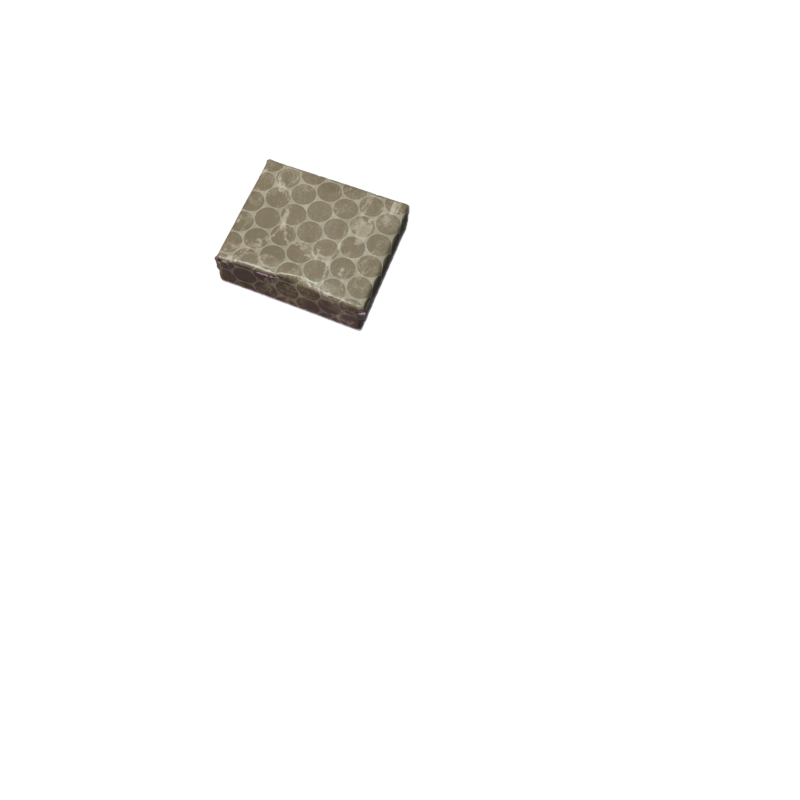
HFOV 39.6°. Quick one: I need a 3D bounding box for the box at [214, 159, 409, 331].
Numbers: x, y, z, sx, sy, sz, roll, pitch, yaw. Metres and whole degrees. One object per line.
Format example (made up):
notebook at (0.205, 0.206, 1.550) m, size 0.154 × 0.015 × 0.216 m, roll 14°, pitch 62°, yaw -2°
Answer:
box at (-0.049, -0.089, 0.624) m, size 0.091 × 0.076 × 0.028 m, roll 20°, pitch -27°, yaw 10°
